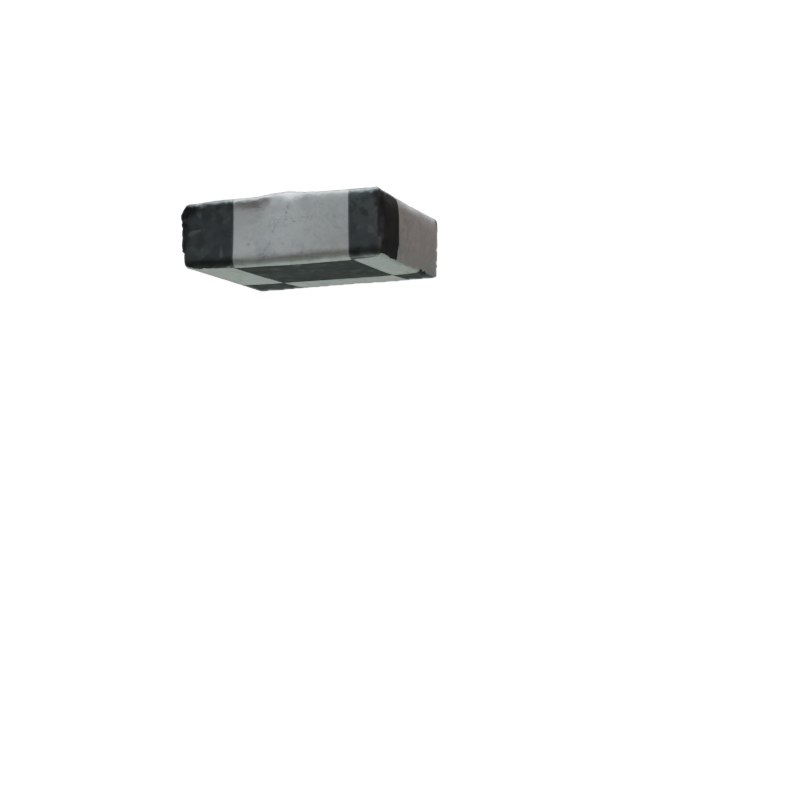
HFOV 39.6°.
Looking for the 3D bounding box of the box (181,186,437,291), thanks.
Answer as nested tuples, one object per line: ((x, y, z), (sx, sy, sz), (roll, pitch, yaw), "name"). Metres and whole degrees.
((-0.037, -0.067, 0.471), (0.091, 0.031, 0.070), (-1, -3, 22), "box")
